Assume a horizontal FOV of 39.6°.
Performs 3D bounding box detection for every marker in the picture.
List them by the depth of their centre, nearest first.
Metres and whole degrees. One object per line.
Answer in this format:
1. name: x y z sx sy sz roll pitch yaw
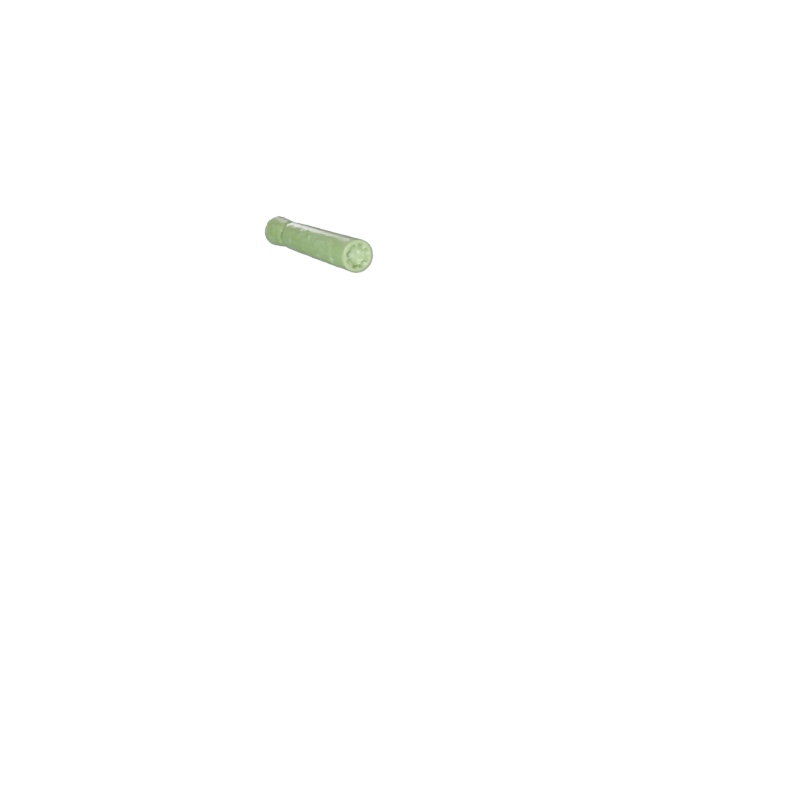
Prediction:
1. marker: -0.052 -0.094 0.658 0.019 0.019 0.127 -2 15 -27
